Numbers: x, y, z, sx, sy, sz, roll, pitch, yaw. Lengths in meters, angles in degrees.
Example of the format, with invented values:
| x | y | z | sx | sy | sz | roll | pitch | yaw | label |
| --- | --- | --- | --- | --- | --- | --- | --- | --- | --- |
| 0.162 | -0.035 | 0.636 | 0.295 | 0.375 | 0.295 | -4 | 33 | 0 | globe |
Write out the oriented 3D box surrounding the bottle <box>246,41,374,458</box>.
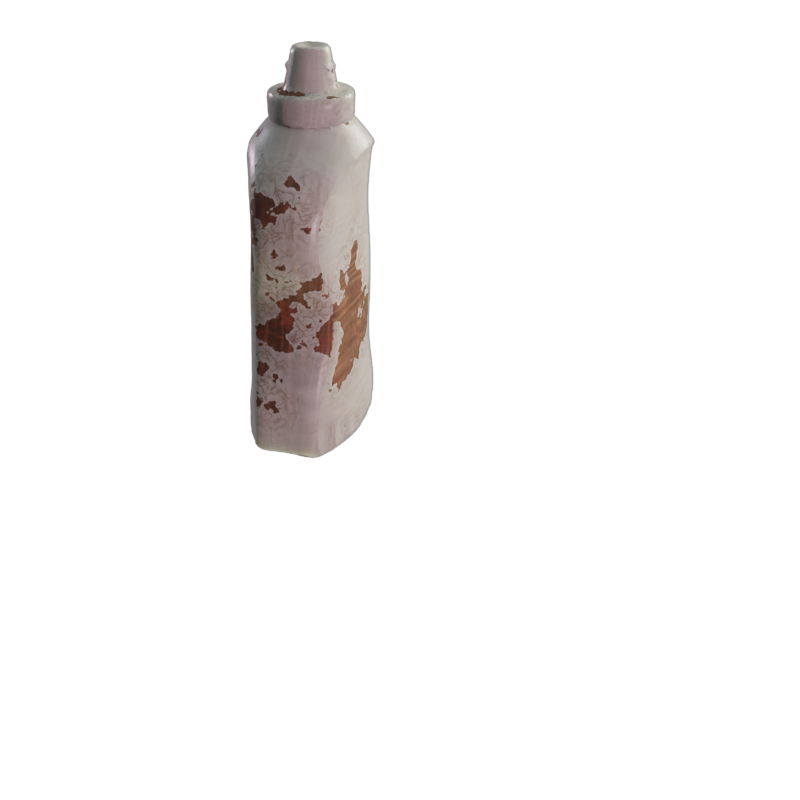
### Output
| x | y | z | sx | sy | sz | roll | pitch | yaw | label |
| --- | --- | --- | --- | --- | --- | --- | --- | --- | --- |
| -0.042 | -0.077 | 0.536 | 0.060 | 0.182 | 0.099 | 8 | 25 | 14 | bottle |
